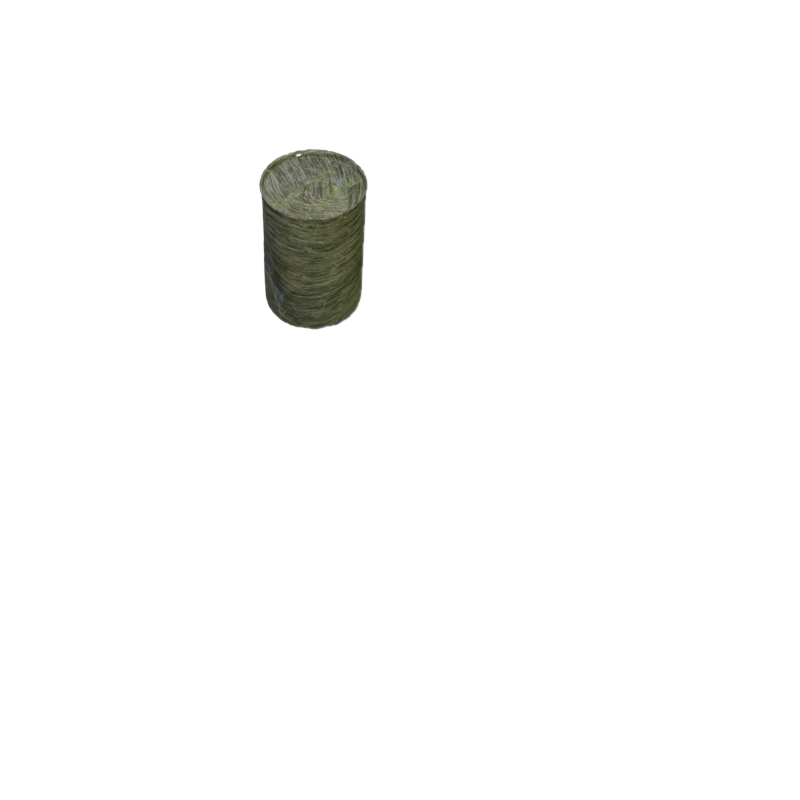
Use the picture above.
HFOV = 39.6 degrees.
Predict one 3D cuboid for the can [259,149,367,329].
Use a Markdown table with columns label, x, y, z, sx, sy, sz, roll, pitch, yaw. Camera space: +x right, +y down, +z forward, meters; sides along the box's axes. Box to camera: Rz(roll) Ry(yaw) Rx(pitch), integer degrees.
| label | x | y | z | sx | sy | sz | roll | pitch | yaw |
| --- | --- | --- | --- | --- | --- | --- | --- | --- | --- |
| can | -0.057 | -0.104 | 0.728 | 0.068 | 0.074 | 0.095 | 0 | -43 | -3 |
